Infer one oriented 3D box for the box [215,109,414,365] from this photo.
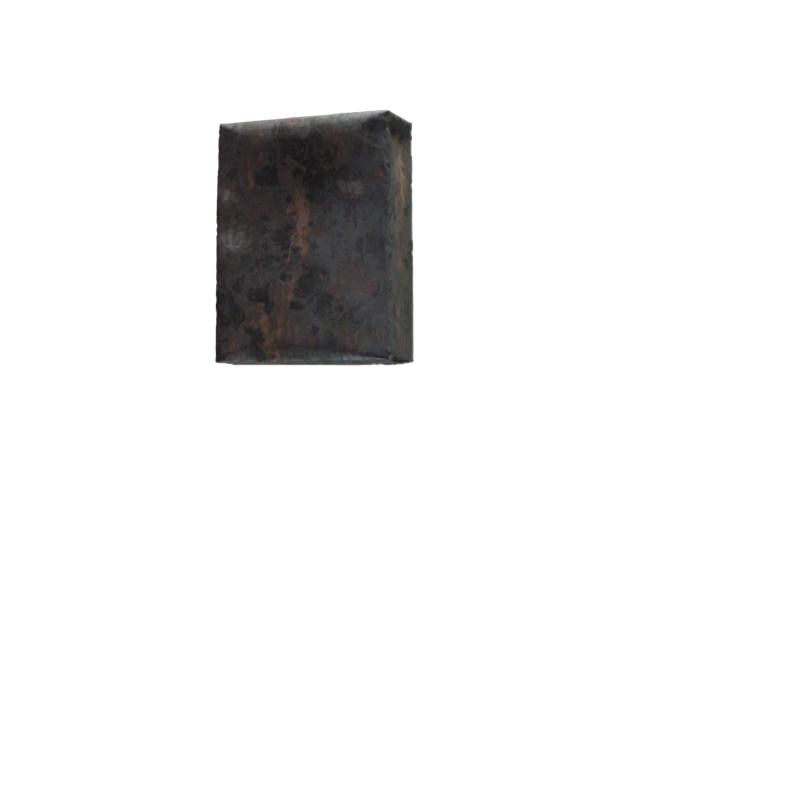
[{"bbox_3d":[-0.076,-0.138,0.965,0.168,0.217,0.069,-1,-5,21],"label":"box"}]
